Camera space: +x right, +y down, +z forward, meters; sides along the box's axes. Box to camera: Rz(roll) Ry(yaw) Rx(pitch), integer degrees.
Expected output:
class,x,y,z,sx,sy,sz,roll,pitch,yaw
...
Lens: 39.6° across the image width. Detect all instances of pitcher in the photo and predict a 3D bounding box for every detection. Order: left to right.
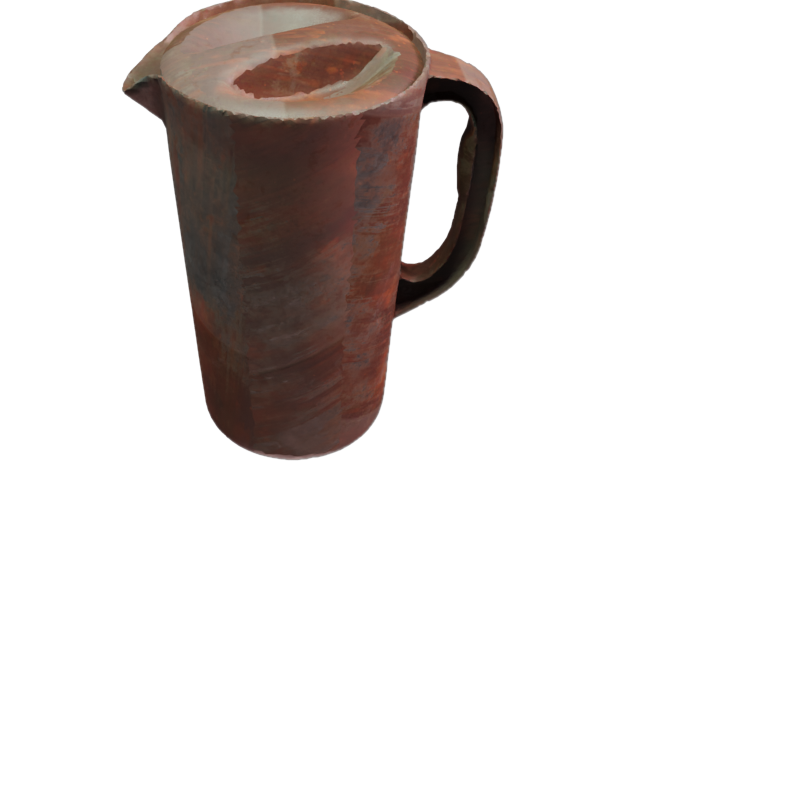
class,x,y,z,sx,sy,sz,roll,pitch,yaw
pitcher,-0.047,-0.086,0.601,0.159,0.227,0.146,31,48,30
